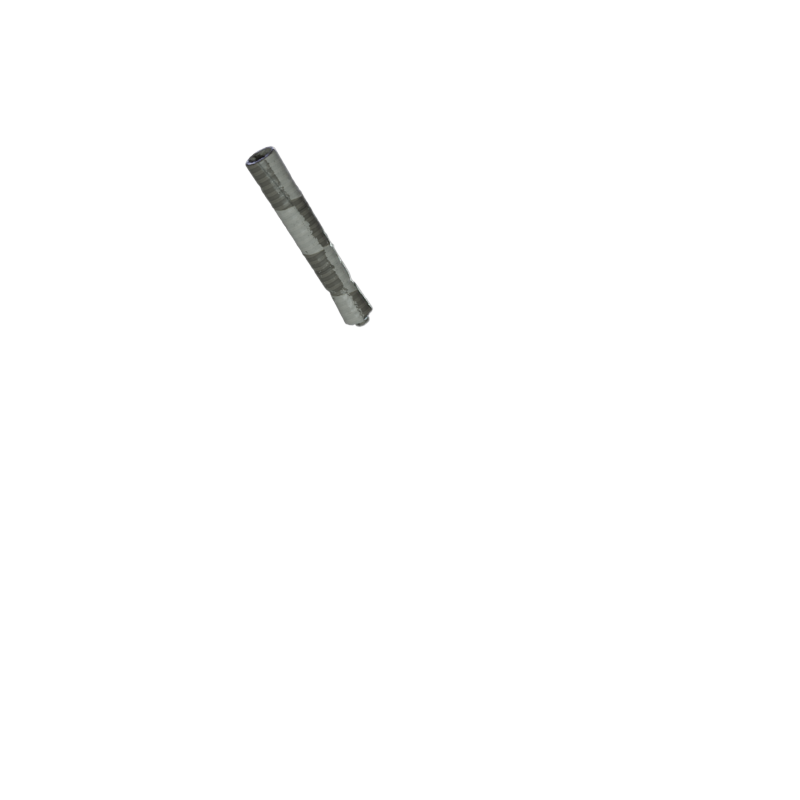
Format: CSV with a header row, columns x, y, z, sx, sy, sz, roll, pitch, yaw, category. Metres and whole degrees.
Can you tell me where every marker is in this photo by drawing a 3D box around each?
x,y,z,sx,sy,sz,roll,pitch,yaw,category
-0.049,-0.090,0.629,0.020,0.114,0.021,-27,25,13,marker
